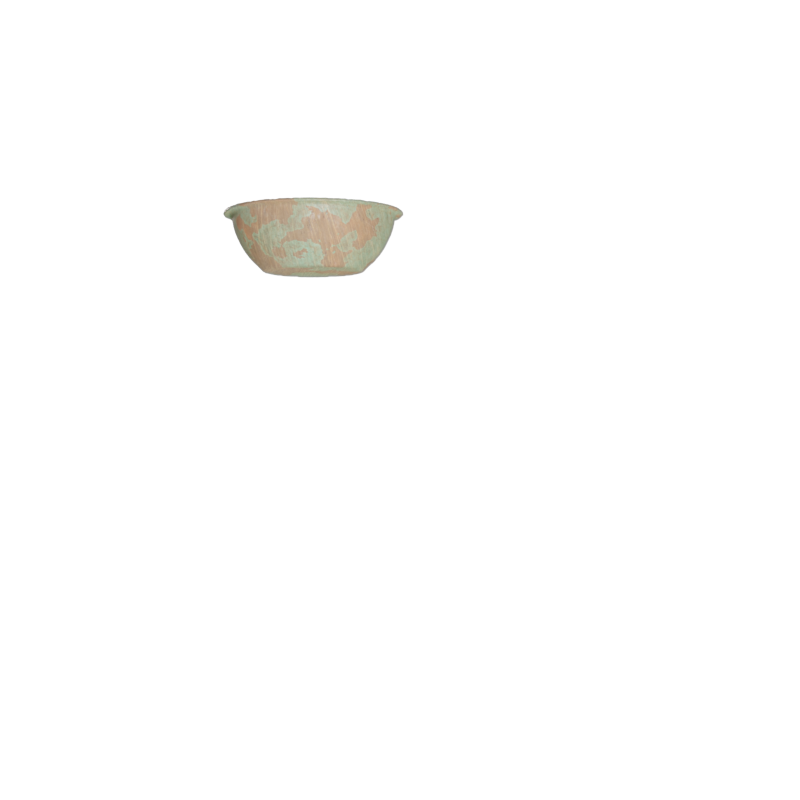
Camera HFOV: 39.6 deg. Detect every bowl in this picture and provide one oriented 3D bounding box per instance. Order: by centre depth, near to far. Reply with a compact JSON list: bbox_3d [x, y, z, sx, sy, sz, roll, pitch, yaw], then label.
[{"bbox_3d":[-0.078,-0.142,0.995,0.162,0.056,0.161,0,-1,-2],"label":"bowl"}]
